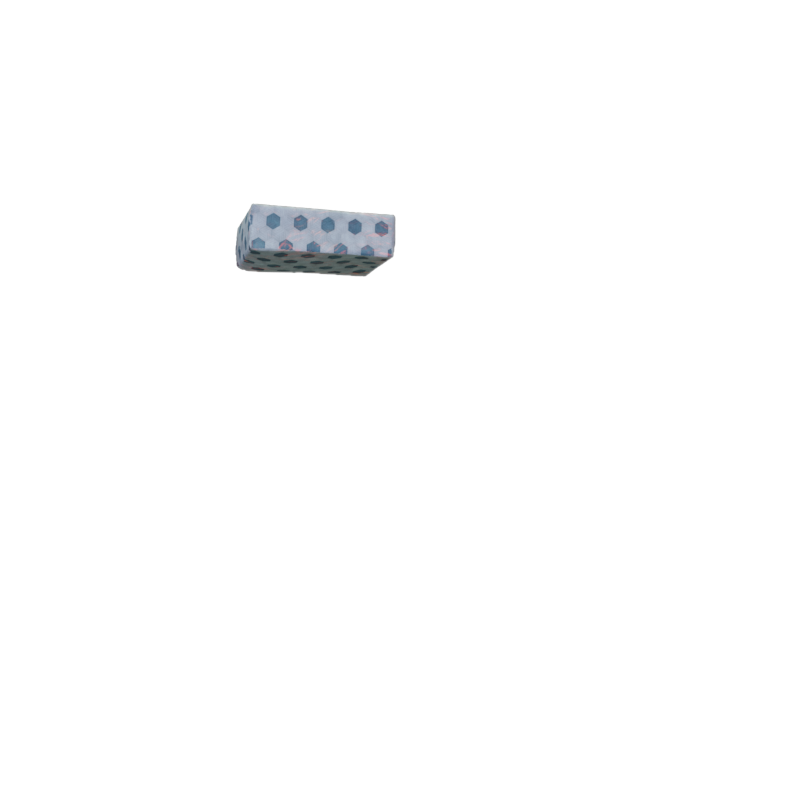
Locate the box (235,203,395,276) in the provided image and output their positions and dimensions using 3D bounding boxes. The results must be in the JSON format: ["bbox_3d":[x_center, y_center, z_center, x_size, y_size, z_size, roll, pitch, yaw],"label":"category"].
[{"bbox_3d":[-0.068,-0.124,0.867,0.112,0.040,0.089,1,-5,-12],"label":"box"}]
